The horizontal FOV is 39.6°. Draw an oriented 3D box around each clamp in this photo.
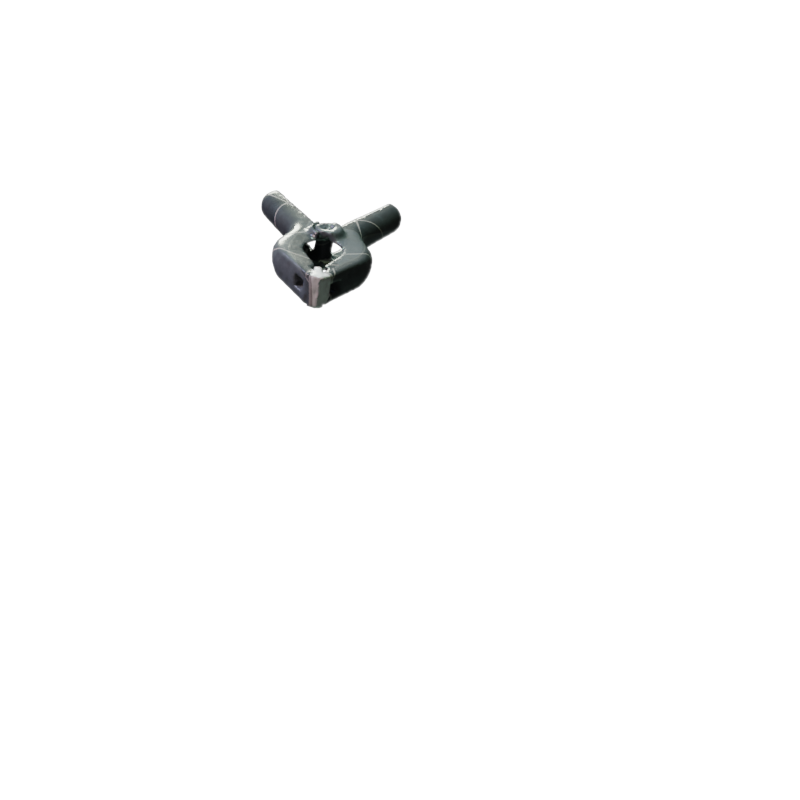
[{"bbox_3d":[-0.071,-0.129,0.905,0.122,0.037,0.178,5,29,10],"label":"clamp"}]
